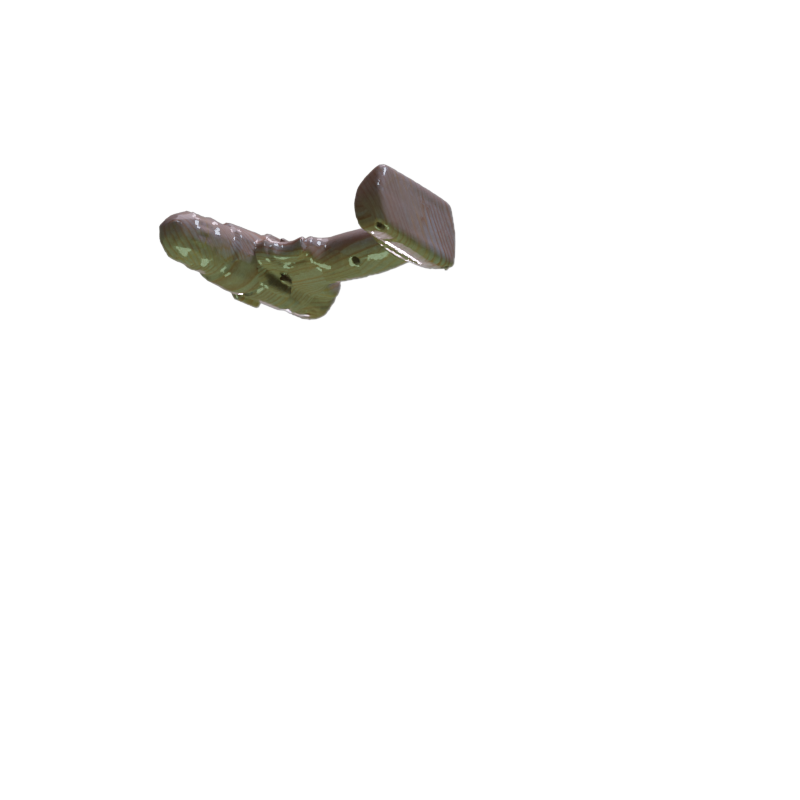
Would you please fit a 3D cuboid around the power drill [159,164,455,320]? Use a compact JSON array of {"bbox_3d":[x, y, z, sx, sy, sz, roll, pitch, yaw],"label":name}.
[{"bbox_3d":[-0.067,-0.123,0.859,0.191,0.060,0.173,-13,-20,36],"label":"power drill"}]
